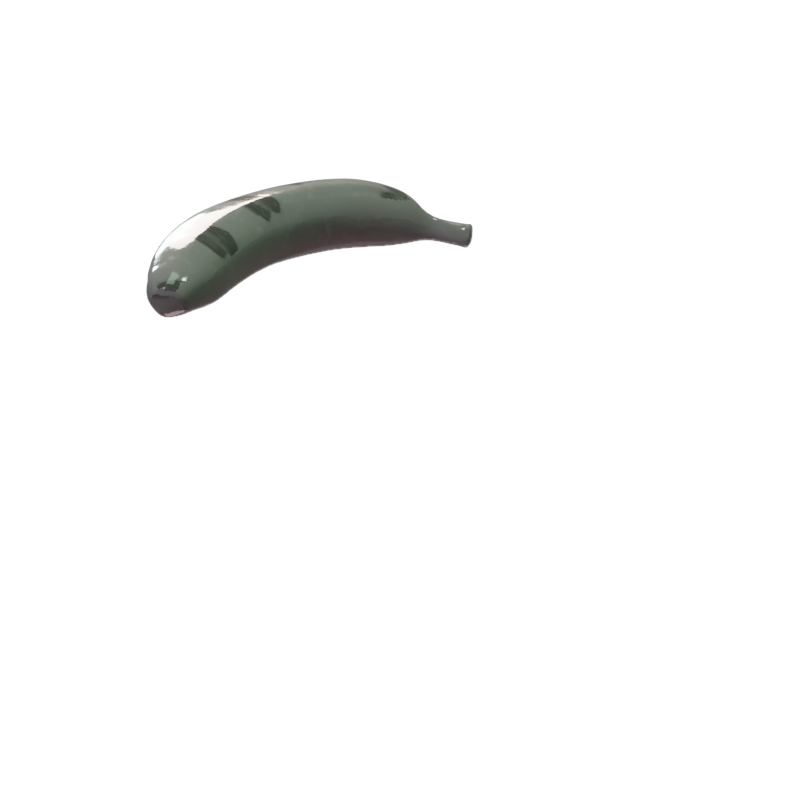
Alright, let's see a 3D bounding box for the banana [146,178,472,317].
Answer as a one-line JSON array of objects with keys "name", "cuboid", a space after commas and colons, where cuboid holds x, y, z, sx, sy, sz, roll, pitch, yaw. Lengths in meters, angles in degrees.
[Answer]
[{"name": "banana", "cuboid": [-0.051, -0.078, 0.516, 0.074, 0.035, 0.195, 18, 28, 39]}]
